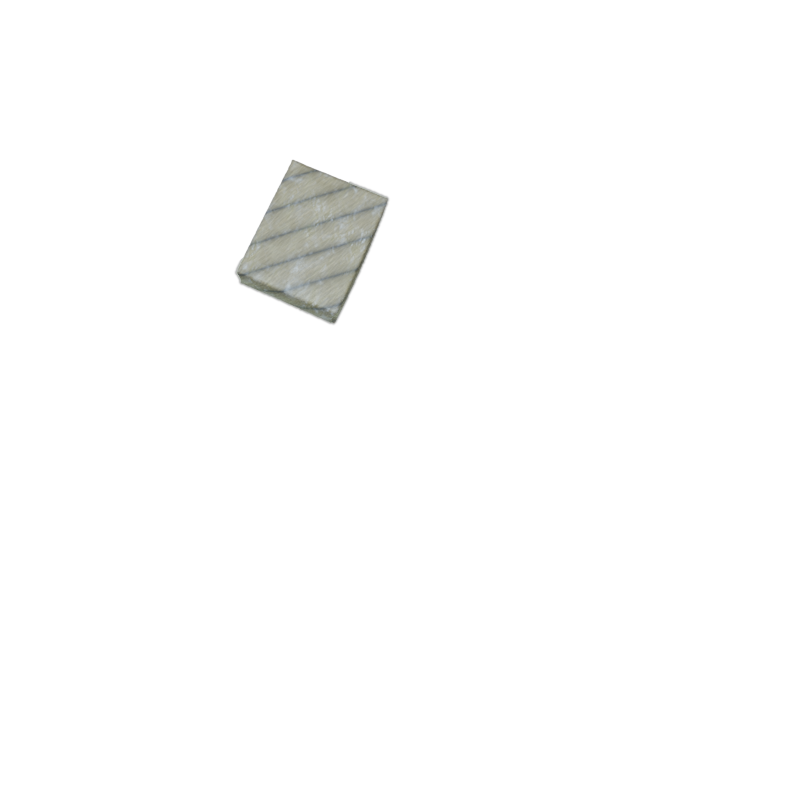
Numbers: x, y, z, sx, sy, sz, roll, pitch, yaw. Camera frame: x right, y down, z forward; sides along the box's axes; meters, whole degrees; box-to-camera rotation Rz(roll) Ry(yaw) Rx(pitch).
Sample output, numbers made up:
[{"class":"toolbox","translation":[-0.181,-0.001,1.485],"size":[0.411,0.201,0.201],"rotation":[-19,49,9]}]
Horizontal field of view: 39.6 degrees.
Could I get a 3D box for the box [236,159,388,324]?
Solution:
[{"class":"box","translation":[-0.072,-0.132,0.926],"size":[0.091,0.117,0.037],"rotation":[22,-18,7]}]
